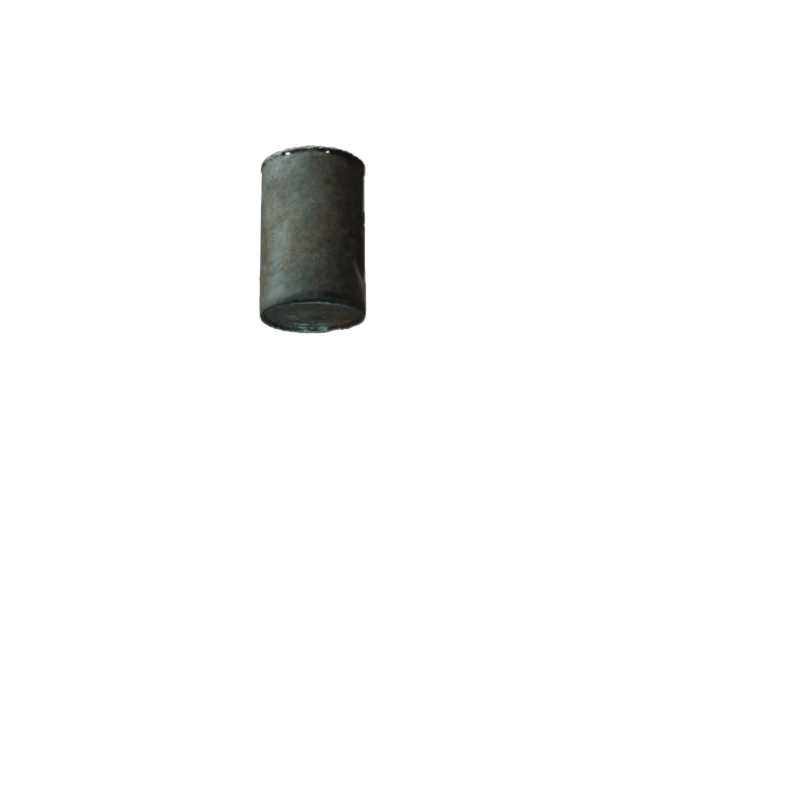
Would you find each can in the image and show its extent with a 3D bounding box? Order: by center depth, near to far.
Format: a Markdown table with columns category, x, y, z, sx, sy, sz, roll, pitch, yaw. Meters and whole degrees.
| category | x | y | z | sx | sy | sz | roll | pitch | yaw |
| --- | --- | --- | --- | --- | --- | --- | --- | --- | --- |
| can | -0.055 | -0.100 | 0.698 | 0.068 | 0.107 | 0.066 | 0 | -18 | -2 |
